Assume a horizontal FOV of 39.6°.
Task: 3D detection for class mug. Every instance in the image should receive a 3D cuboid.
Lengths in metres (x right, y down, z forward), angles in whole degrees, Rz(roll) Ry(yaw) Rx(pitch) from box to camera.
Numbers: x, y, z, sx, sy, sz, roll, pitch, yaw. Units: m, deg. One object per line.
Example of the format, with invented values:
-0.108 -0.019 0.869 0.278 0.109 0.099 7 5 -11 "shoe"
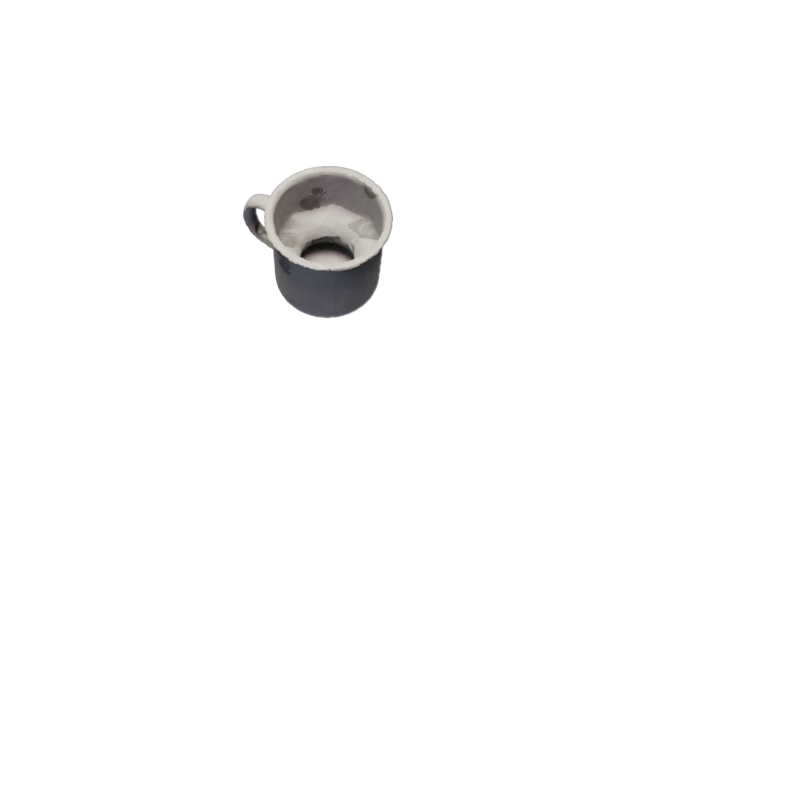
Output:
-0.065 -0.119 0.833 0.120 0.097 0.076 21 -29 11 "mug"
